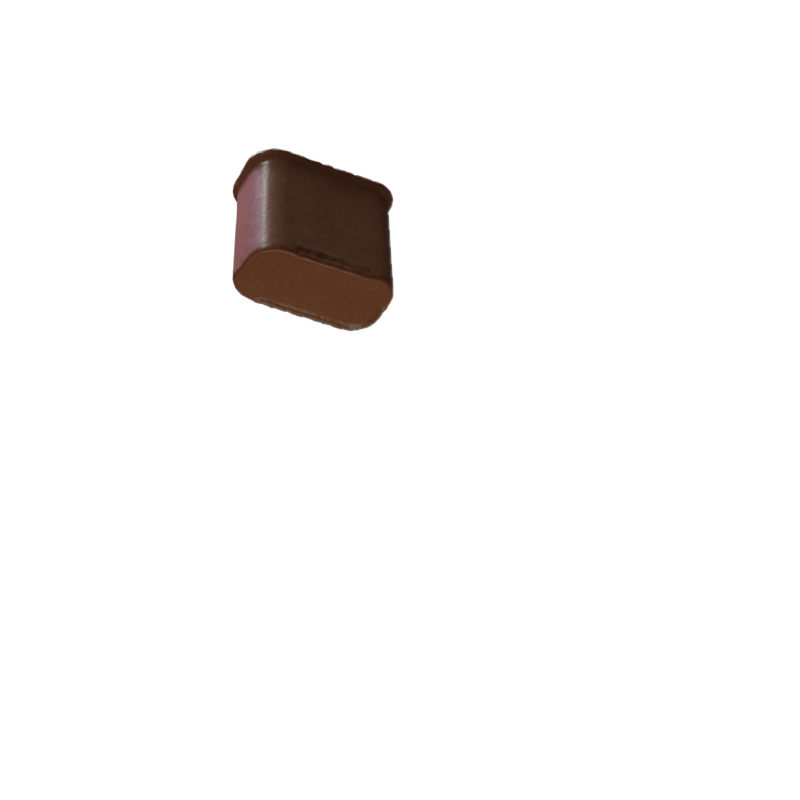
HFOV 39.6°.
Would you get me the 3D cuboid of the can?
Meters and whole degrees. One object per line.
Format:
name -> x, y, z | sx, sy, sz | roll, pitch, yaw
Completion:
can -> -0.054, -0.099, 0.691 | 0.098, 0.090, 0.055 | 16, -43, -21
